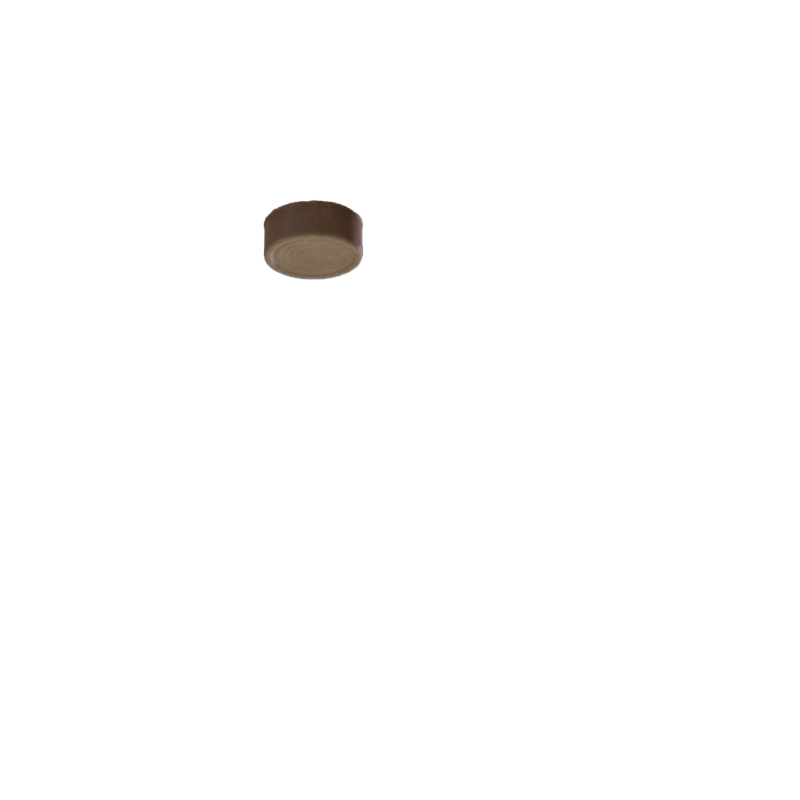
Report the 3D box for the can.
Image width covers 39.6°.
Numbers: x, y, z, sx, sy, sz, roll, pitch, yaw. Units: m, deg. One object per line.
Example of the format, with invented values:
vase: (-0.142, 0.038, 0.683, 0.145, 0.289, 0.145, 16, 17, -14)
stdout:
can: (-0.074, -0.135, 0.946, 0.086, 0.035, 0.081, 0, -22, -2)
